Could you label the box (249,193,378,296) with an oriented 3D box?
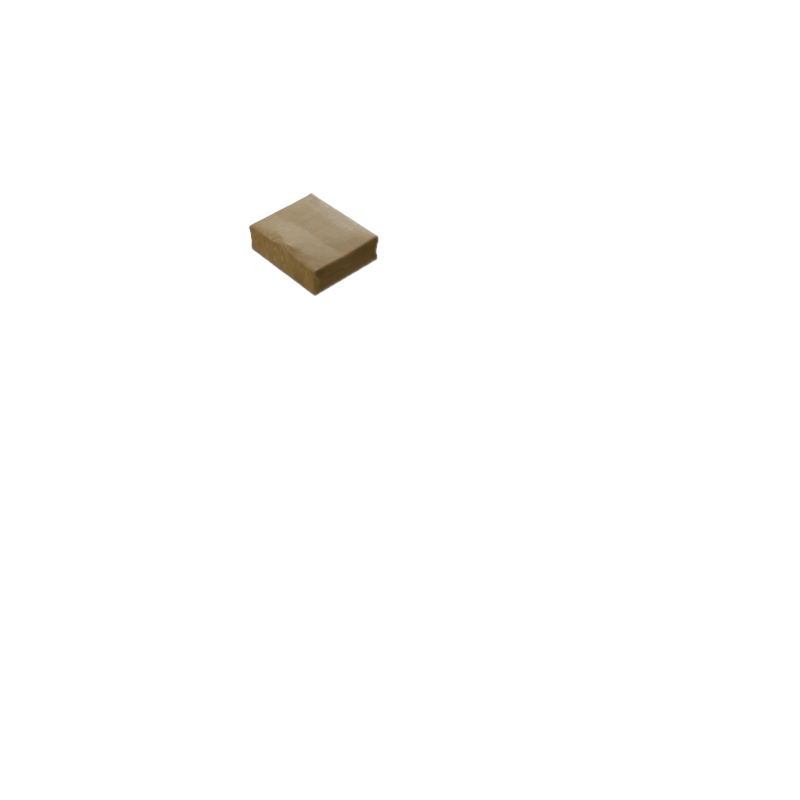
[{"bbox_3d":[-0.075,-0.137,0.959,0.073,0.028,0.096,-32,52,-30],"label":"box"}]
